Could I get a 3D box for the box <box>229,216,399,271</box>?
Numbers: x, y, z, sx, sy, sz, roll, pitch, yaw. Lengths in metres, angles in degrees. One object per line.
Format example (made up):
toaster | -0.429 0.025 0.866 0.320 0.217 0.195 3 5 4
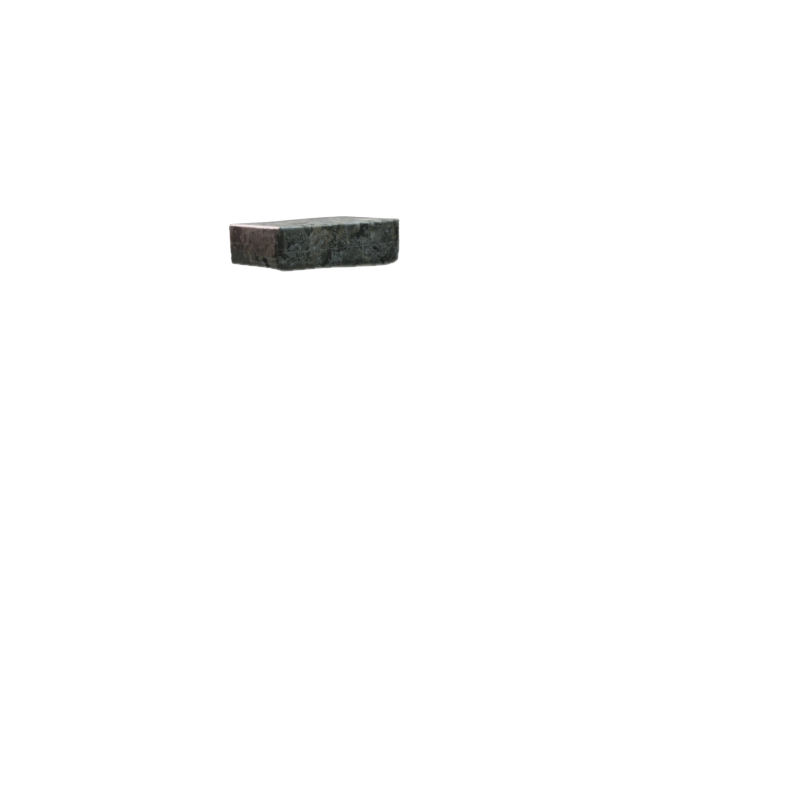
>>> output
box | -0.071 -0.129 0.902 0.110 0.038 0.094 -7 13 -31
